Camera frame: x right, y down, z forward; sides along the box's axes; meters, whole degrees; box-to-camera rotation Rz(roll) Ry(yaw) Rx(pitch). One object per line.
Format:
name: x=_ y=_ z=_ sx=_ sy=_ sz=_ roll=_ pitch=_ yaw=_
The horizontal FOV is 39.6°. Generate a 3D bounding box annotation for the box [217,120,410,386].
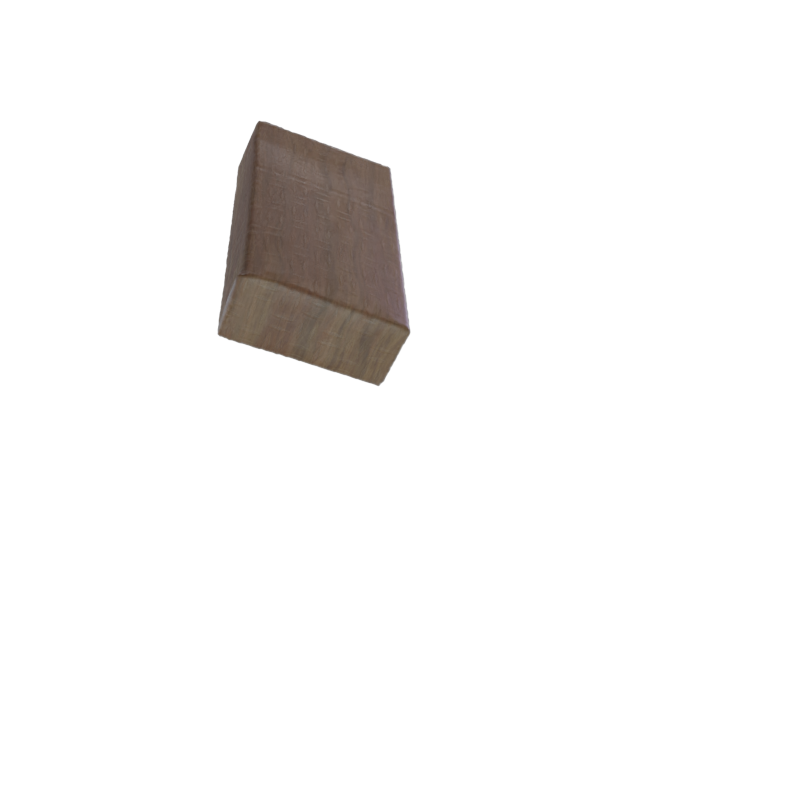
box: x=-0.049 y=-0.089 z=0.628 sx=0.091 sy=0.046 sz=0.188 roll=17 pitch=32 yaw=-15
